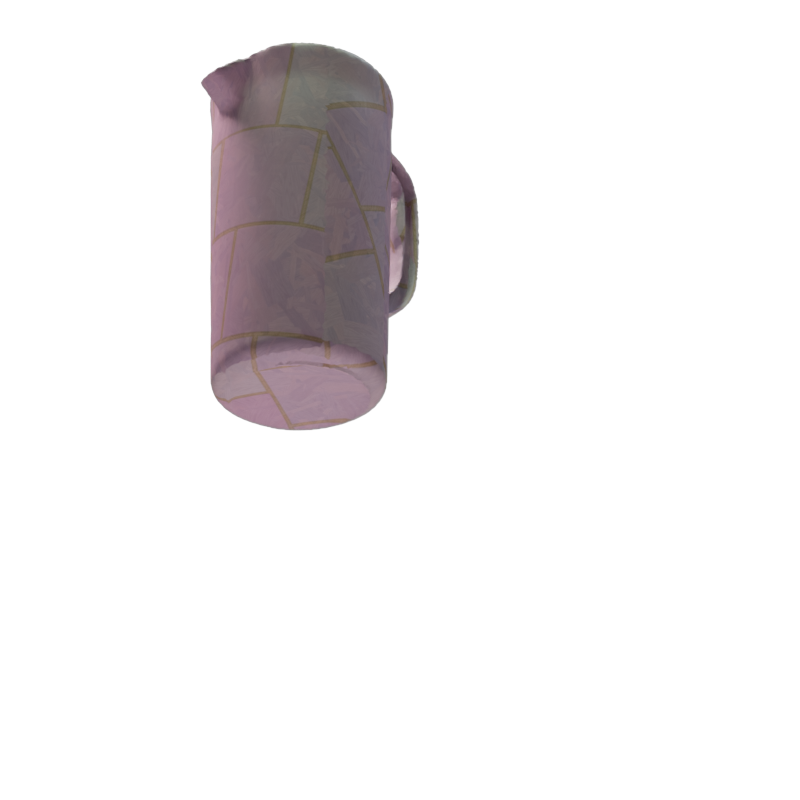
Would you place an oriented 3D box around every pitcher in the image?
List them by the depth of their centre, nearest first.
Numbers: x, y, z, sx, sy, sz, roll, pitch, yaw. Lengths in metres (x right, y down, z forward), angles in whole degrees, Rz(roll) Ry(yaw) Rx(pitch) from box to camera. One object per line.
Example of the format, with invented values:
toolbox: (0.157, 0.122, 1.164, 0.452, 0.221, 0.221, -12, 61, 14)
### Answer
pitcher: (-0.058, -0.106, 0.745, 0.149, 0.259, 0.135, -2, -32, 1)
